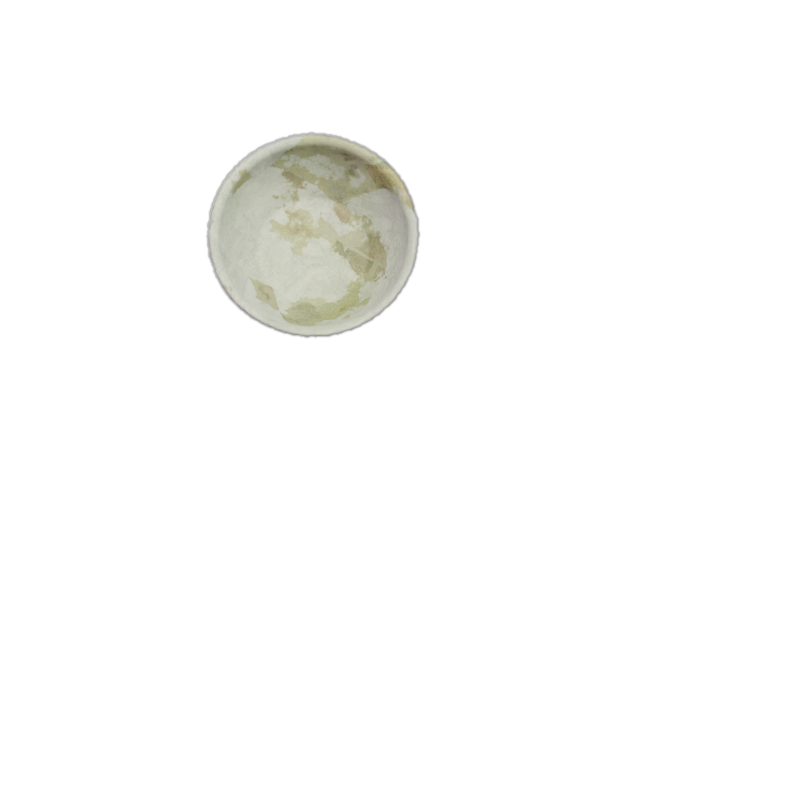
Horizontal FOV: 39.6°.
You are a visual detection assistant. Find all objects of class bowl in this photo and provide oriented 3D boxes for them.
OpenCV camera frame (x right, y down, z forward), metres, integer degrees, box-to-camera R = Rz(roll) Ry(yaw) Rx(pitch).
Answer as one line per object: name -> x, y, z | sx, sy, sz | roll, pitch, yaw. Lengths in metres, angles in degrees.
bowl -> -0.068, -0.125, 0.872 | 0.162, 0.168, 0.053 | 0, -14, -1
